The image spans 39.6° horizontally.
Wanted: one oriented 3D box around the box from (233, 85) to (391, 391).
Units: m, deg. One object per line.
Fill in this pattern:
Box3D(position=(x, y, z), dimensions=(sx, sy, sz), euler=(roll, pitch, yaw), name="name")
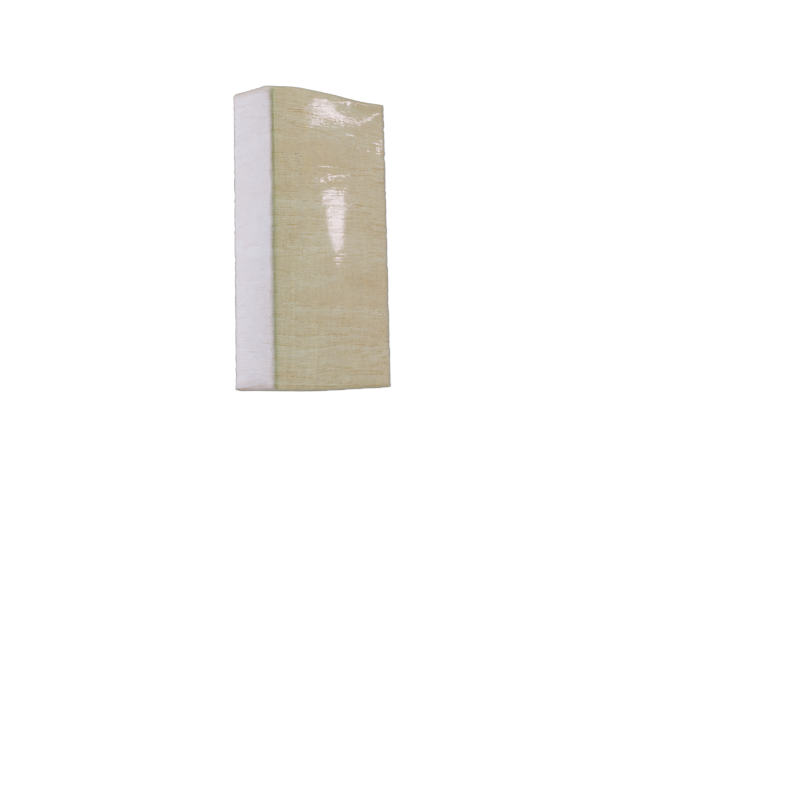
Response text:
Box3D(position=(-0.052, -0.095, 0.664), dimensions=(0.089, 0.178, 0.050), euler=(2, -5, -43), name="box")
